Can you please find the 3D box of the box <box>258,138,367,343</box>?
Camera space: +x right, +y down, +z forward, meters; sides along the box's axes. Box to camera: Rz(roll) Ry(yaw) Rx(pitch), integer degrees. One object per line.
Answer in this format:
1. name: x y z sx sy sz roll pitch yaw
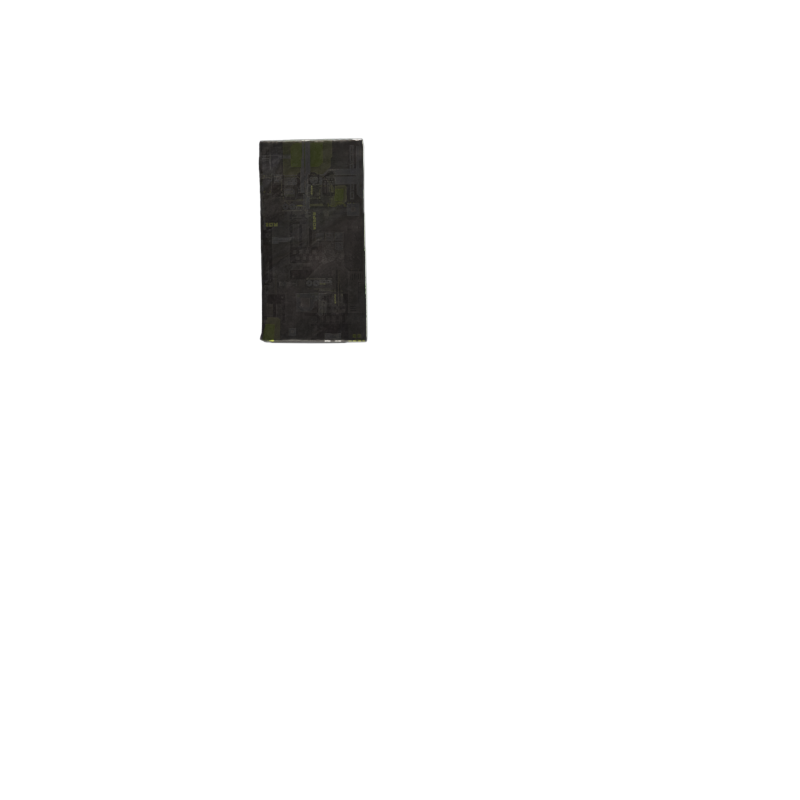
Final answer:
1. box: -0.076 -0.138 0.968 0.094 0.179 0.047 -1 -6 2
